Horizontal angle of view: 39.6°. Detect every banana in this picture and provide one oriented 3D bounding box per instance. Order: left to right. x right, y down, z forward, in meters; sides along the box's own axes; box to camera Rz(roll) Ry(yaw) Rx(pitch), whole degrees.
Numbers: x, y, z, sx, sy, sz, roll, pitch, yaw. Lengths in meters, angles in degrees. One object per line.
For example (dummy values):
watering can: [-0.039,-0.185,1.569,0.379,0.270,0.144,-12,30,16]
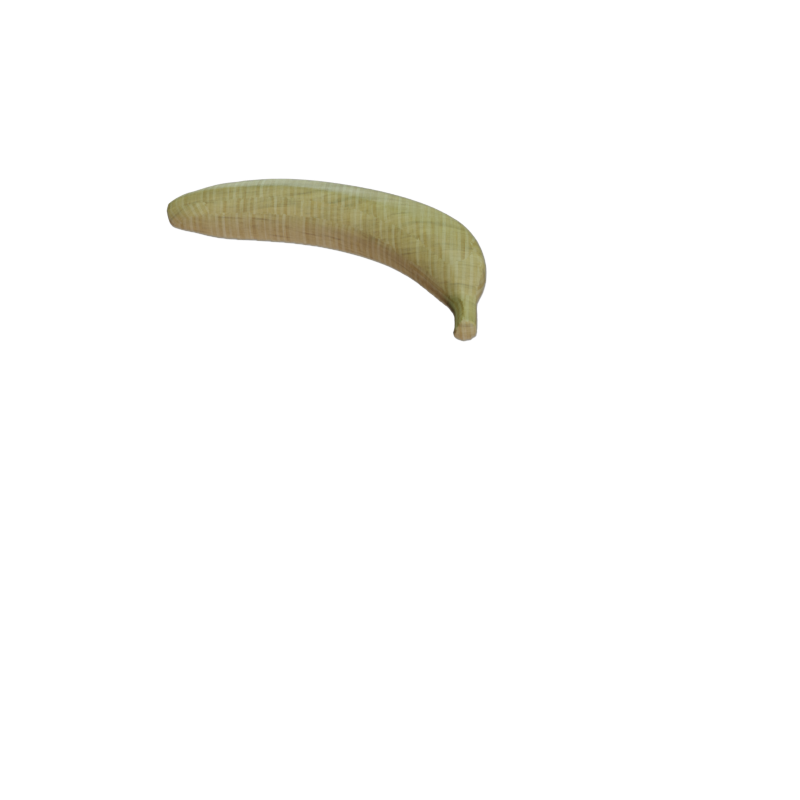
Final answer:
banana: [-0.031,-0.088,0.578,0.209,0.035,0.070,22,37,31]
